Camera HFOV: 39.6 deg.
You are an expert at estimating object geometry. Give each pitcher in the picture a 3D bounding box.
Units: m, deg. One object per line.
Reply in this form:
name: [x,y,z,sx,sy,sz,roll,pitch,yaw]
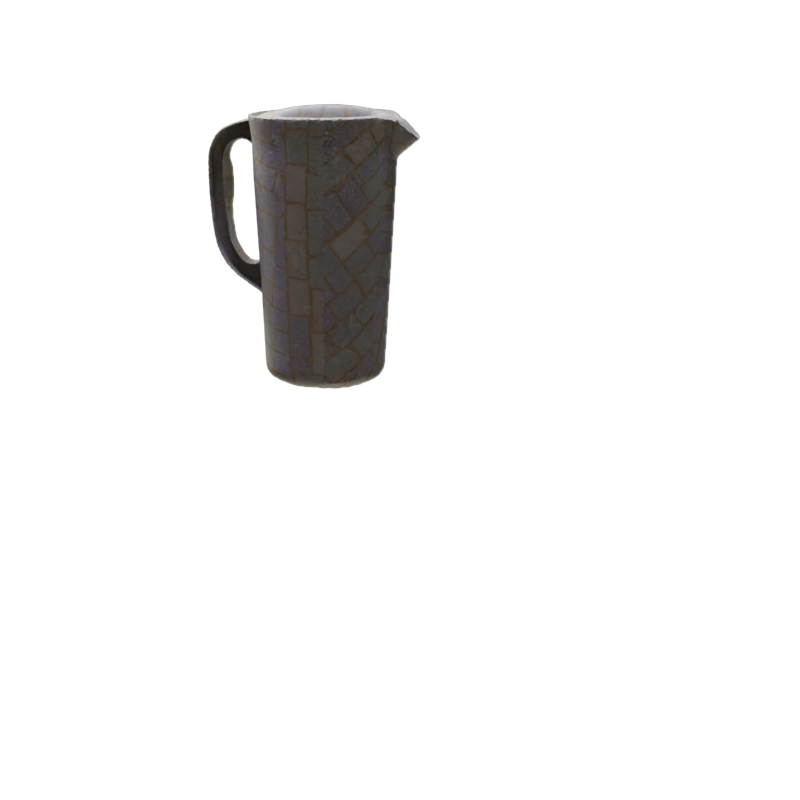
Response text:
pitcher: [-0.077,-0.141,0.986,0.141,0.236,0.158,-8,16,-33]
